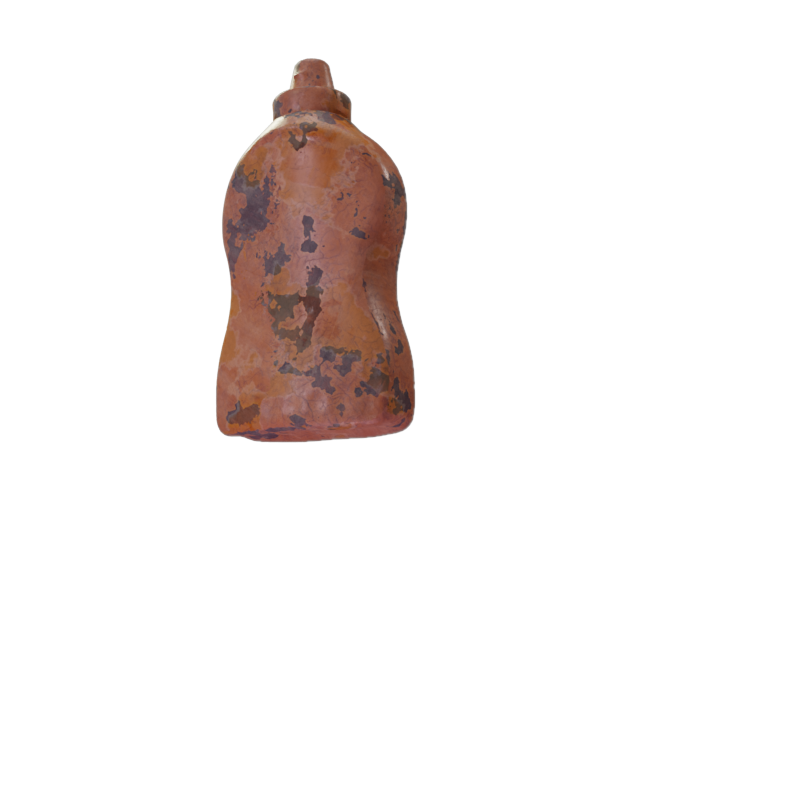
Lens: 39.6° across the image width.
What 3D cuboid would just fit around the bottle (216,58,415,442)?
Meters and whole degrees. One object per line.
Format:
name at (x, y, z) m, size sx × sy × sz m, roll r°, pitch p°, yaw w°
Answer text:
bottle at (-0.043, -0.079, 0.551) m, size 0.098 × 0.199 × 0.055 m, roll -9°, pitch -17°, yaw 29°
